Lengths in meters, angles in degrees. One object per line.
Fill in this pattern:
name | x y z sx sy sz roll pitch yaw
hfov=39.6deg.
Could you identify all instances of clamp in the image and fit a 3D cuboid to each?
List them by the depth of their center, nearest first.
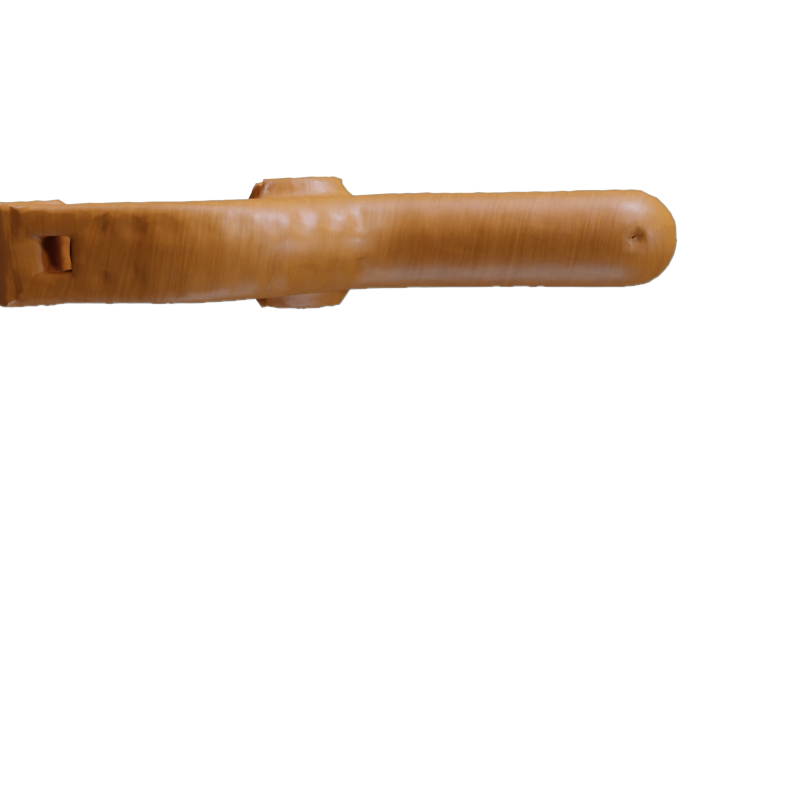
clamp | -0.025 -0.046 0.319 0.169 0.039 0.121 -1 3 -9
